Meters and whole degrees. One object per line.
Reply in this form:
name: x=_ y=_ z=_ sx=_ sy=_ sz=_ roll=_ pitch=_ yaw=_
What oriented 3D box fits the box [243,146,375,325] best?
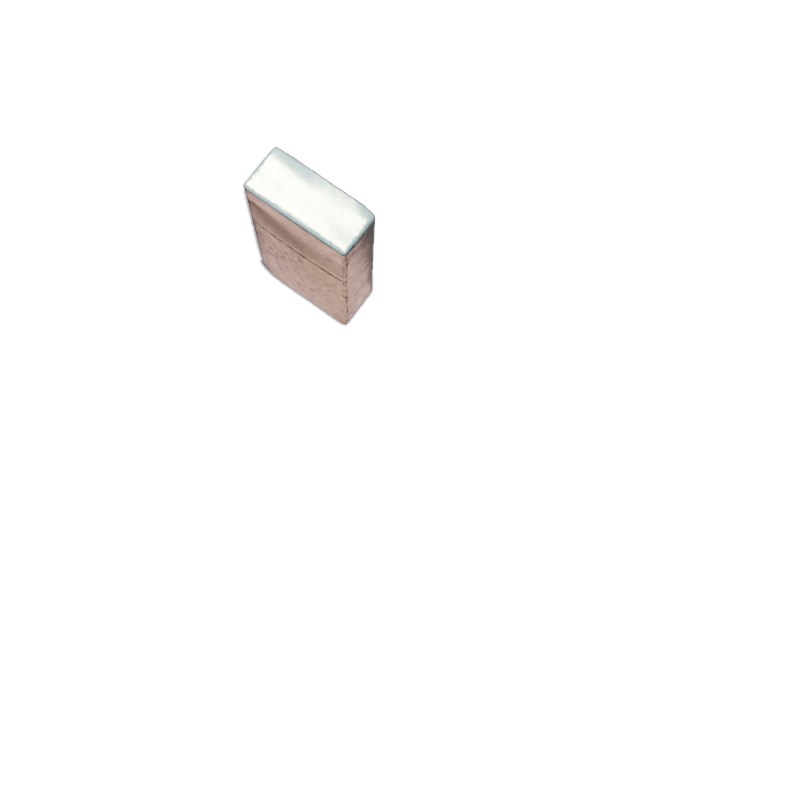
box: x=-0.067 y=-0.123 z=0.859 sx=0.096 sy=0.049 sz=0.169 roll=36 pitch=-14 yaw=7
